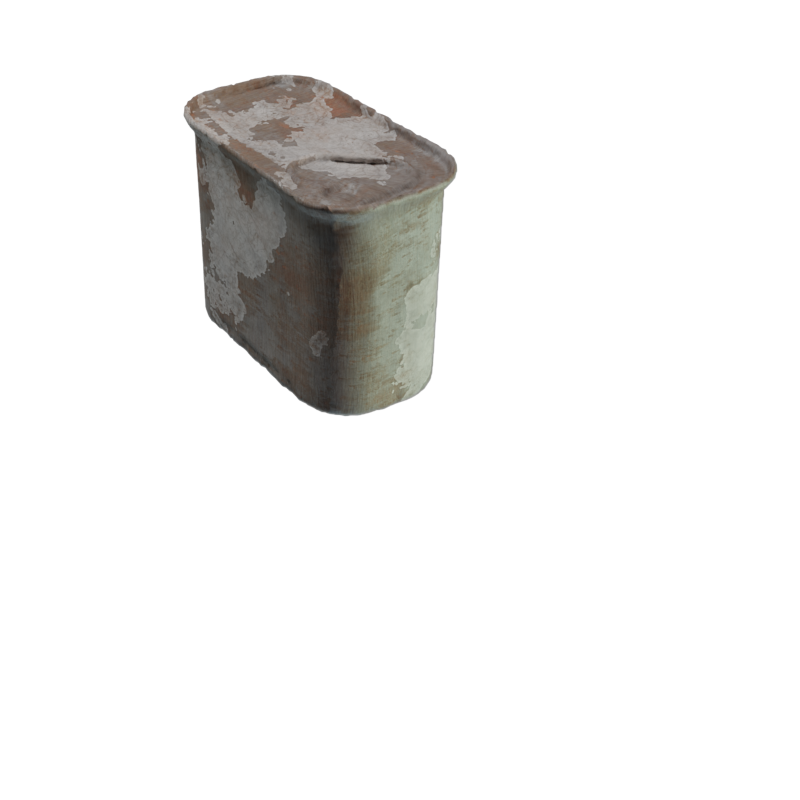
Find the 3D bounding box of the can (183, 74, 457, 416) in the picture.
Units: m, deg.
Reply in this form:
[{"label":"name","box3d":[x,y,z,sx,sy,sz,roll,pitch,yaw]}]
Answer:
[{"label":"can","box3d":[-0.030,-0.055,0.385,0.057,0.079,0.110,-21,40,-30]}]
